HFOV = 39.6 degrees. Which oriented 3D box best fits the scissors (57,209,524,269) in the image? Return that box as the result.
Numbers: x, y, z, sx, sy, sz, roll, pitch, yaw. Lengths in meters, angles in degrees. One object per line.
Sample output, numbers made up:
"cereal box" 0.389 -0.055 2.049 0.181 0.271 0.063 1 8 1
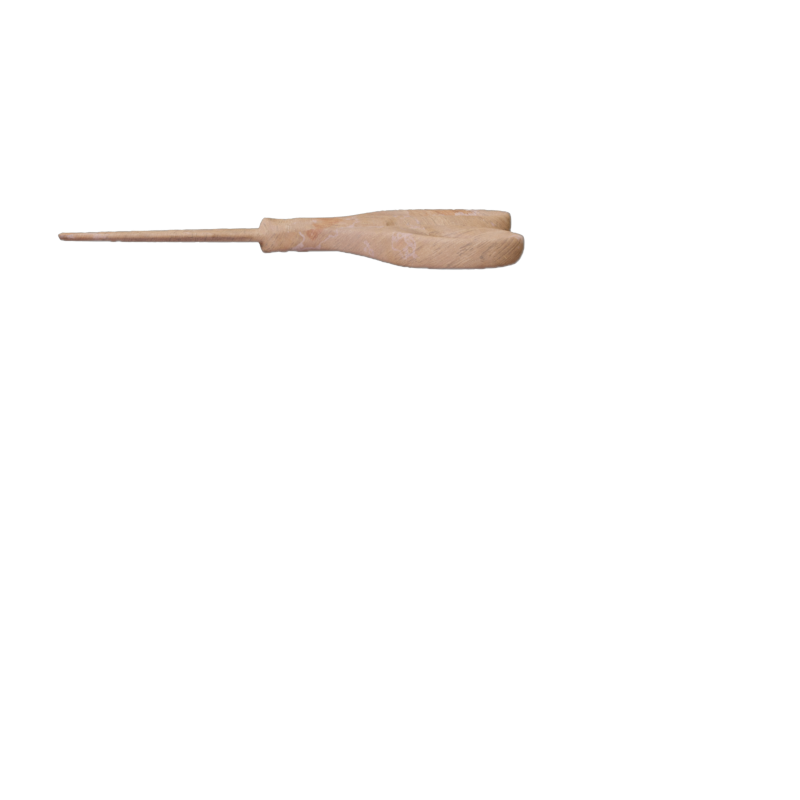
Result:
"scissors" -0.037 -0.067 0.470 0.197 0.015 0.101 -7 19 -20
